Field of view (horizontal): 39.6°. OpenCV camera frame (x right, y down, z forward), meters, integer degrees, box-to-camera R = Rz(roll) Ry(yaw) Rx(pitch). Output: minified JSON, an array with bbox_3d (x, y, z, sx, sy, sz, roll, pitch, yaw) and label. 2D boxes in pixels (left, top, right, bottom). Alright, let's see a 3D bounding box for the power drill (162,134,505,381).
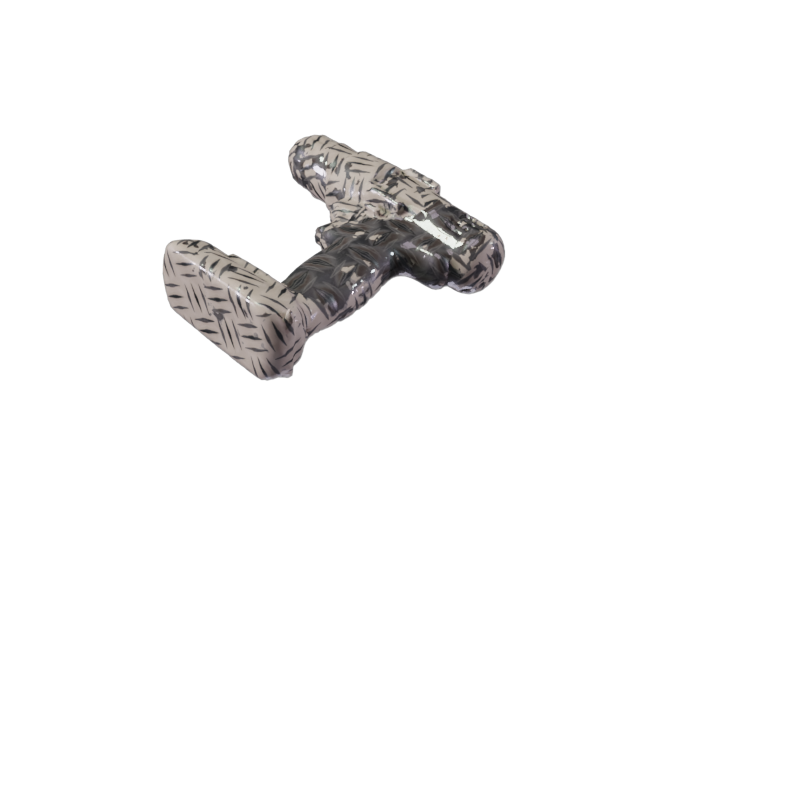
[{"bbox_3d":[-0.055,-0.101,0.709,0.188,0.054,0.197,-32,50,-32],"label":"power drill"}]
